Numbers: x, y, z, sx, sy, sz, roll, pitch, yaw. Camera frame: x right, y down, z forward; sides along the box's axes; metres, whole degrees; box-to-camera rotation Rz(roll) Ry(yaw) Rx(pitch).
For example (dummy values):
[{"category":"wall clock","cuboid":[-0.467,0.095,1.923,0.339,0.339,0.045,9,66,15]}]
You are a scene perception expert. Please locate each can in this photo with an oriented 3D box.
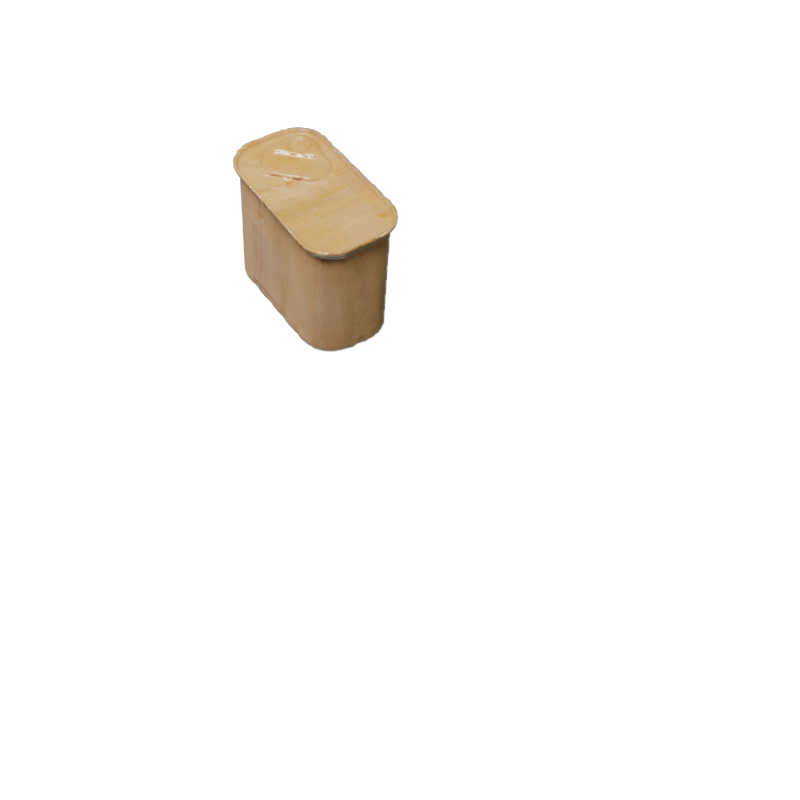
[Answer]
[{"category":"can","cuboid":[-0.049,-0.089,0.620,0.057,0.078,0.110,-25,54,-23]}]
